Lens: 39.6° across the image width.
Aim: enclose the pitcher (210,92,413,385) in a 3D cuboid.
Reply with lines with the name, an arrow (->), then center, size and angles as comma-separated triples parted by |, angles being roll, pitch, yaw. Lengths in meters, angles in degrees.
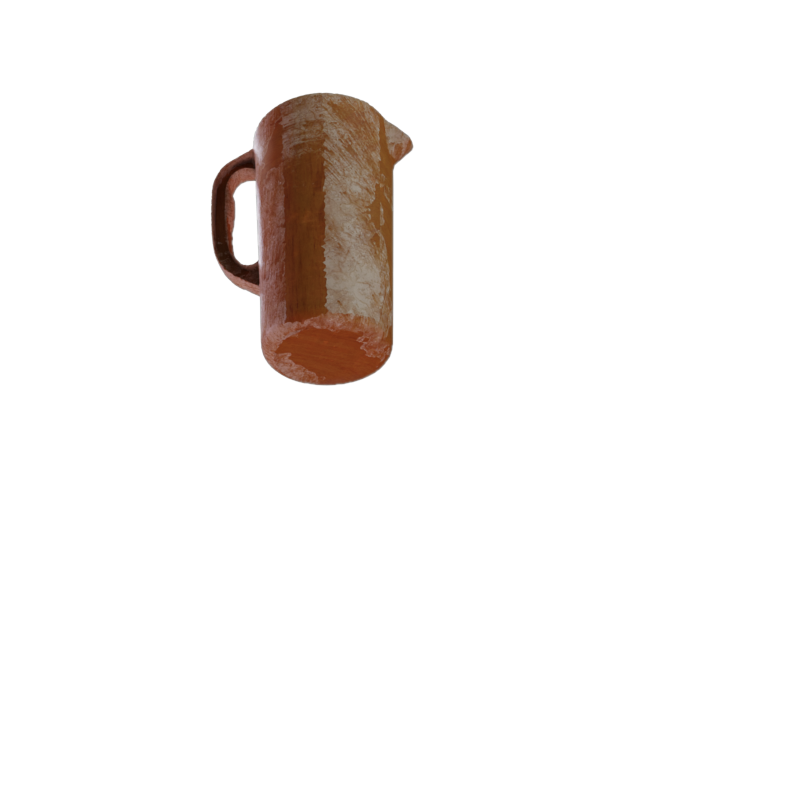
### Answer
pitcher -> -0.076, -0.139, 0.972 | 0.138, 0.260, 0.146 | 20, -40, -29
